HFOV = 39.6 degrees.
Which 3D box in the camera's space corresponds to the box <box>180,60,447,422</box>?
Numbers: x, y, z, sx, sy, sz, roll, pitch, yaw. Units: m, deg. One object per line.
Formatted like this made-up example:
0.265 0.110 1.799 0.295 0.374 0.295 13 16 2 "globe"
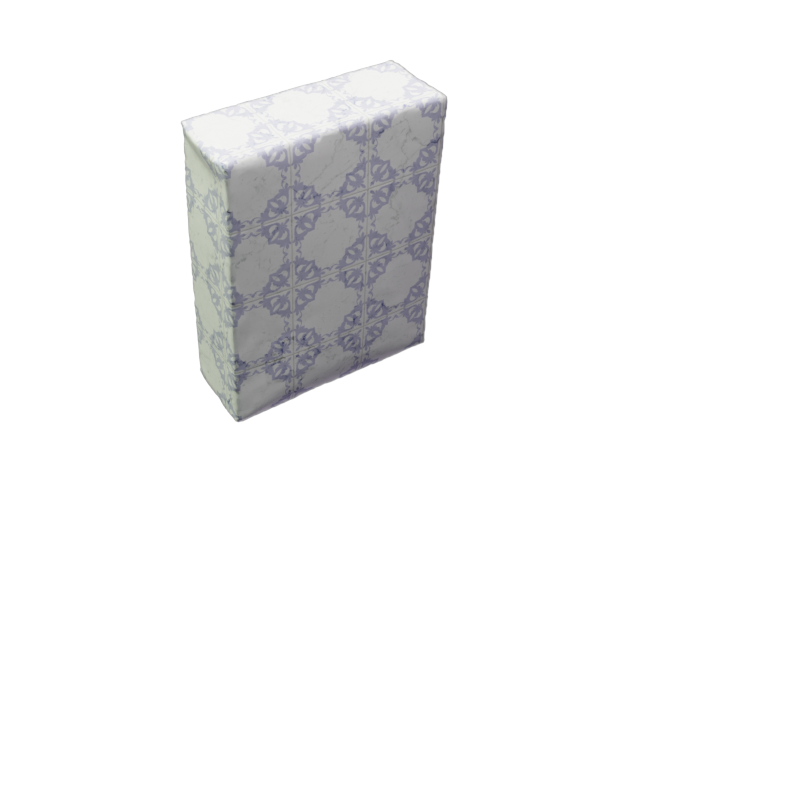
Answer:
-0.059 -0.108 0.757 0.163 0.199 0.077 -22 46 -27 "box"
